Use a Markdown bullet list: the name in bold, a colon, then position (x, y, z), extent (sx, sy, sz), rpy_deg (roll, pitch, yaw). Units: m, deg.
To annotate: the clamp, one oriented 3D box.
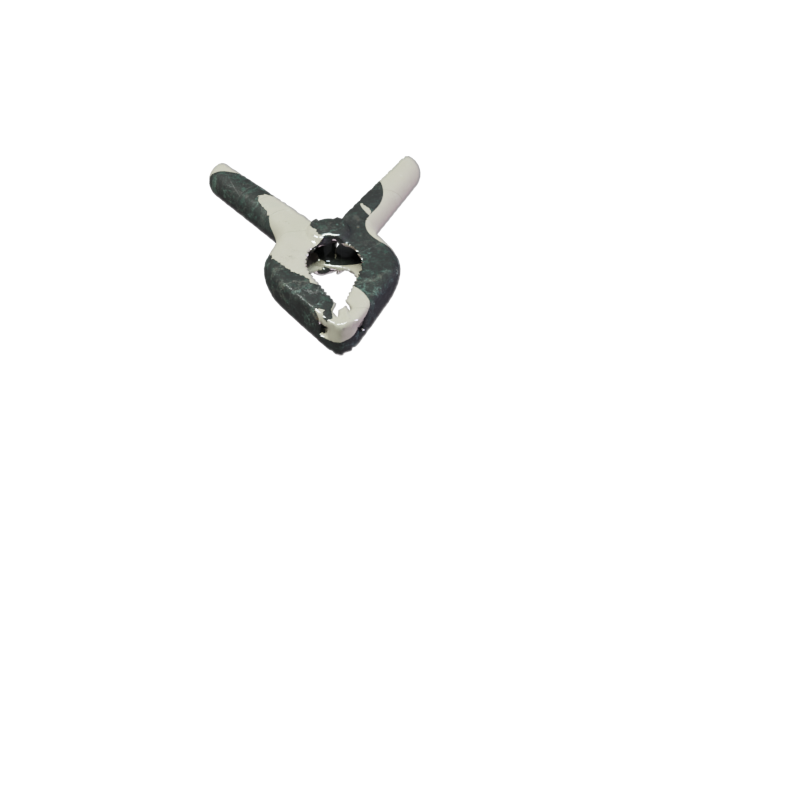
- **clamp**: position (-0.063, -0.114, 0.802), extent (0.164, 0.034, 0.225), rpy_deg (-1, 42, -1)
